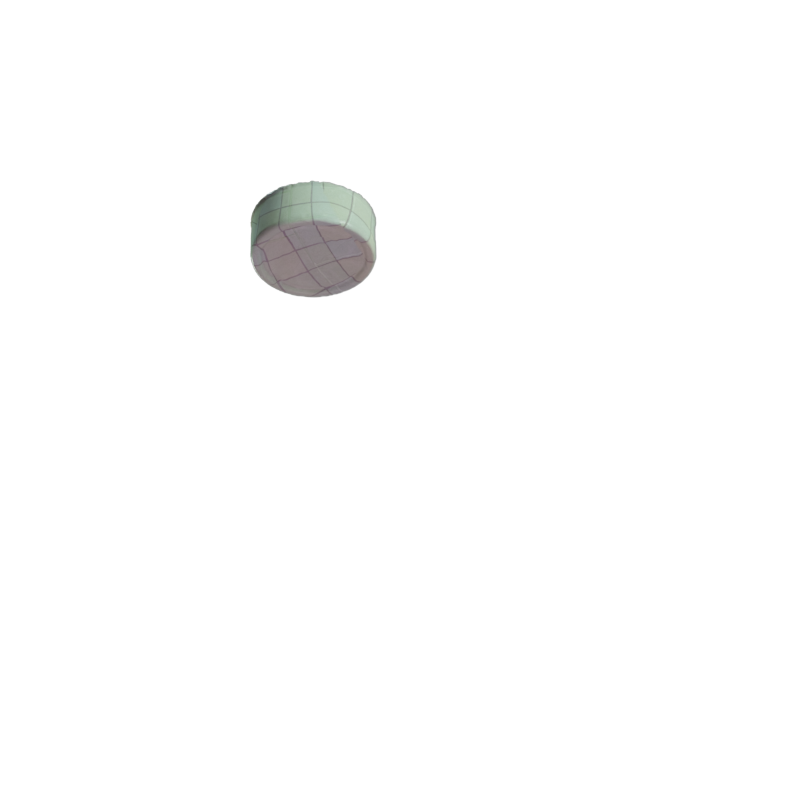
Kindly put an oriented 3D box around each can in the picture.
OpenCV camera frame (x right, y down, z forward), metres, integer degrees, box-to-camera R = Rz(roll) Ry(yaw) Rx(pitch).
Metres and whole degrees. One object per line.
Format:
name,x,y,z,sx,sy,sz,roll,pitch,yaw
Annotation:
can,-0.058,-0.107,0.747,0.086,0.036,0.080,1,-35,-2
